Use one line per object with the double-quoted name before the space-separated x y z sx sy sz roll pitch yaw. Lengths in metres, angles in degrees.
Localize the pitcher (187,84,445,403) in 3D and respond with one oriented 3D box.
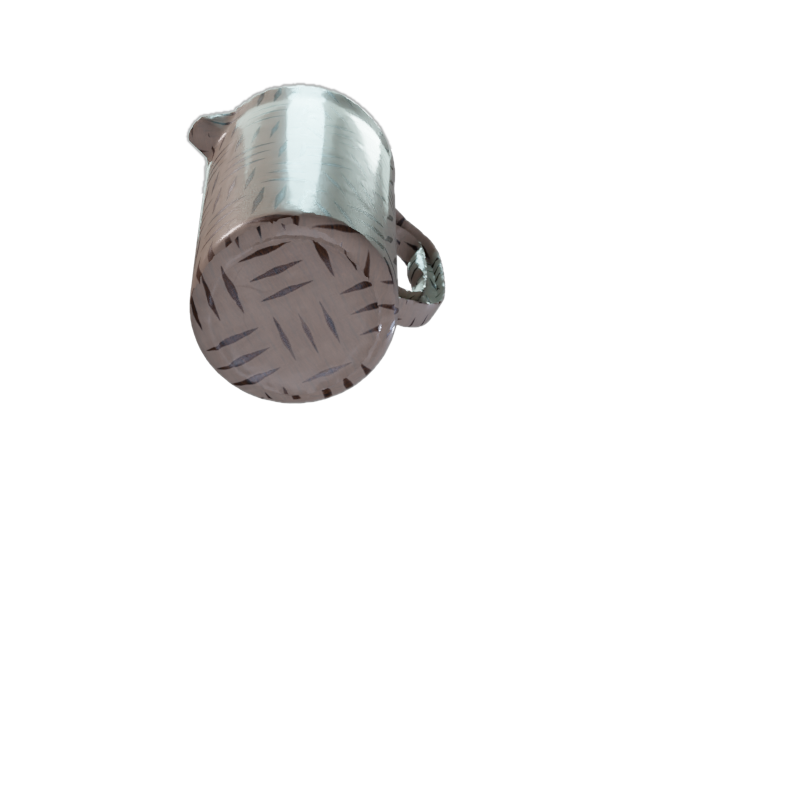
"pitcher" -0.053 -0.096 0.674 0.149 0.137 0.257 -13 27 3
